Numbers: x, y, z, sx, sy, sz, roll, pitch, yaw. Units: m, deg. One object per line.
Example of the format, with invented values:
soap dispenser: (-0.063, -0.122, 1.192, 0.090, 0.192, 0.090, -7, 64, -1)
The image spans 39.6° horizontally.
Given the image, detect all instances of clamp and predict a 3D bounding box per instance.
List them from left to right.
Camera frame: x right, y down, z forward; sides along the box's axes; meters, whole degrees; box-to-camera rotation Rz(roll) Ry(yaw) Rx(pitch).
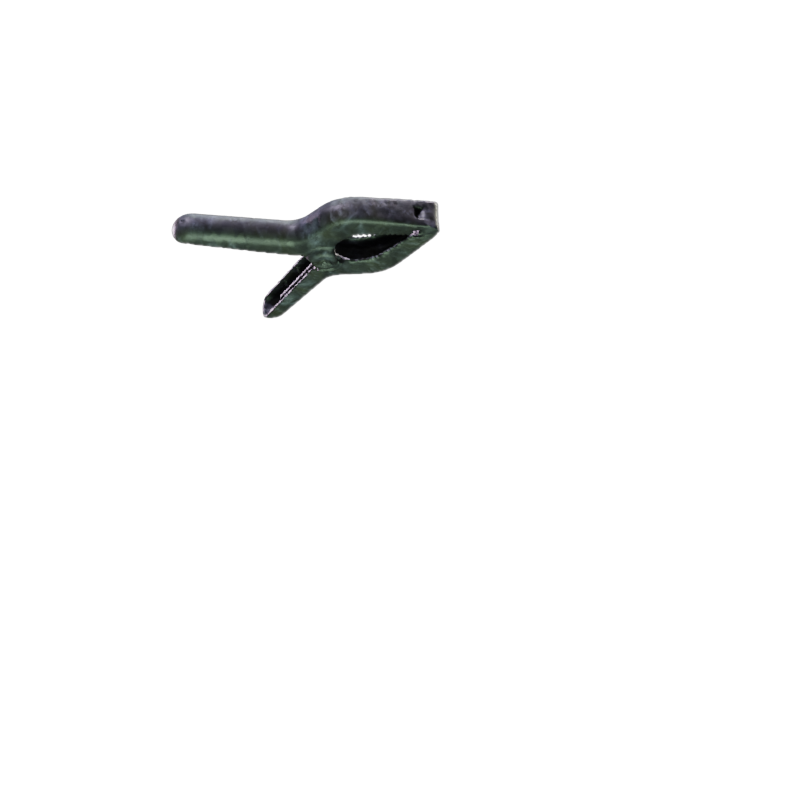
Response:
clamp: (-0.072, -0.131, 0.916, 0.213, 0.039, 0.153, -14, -28, 28)
